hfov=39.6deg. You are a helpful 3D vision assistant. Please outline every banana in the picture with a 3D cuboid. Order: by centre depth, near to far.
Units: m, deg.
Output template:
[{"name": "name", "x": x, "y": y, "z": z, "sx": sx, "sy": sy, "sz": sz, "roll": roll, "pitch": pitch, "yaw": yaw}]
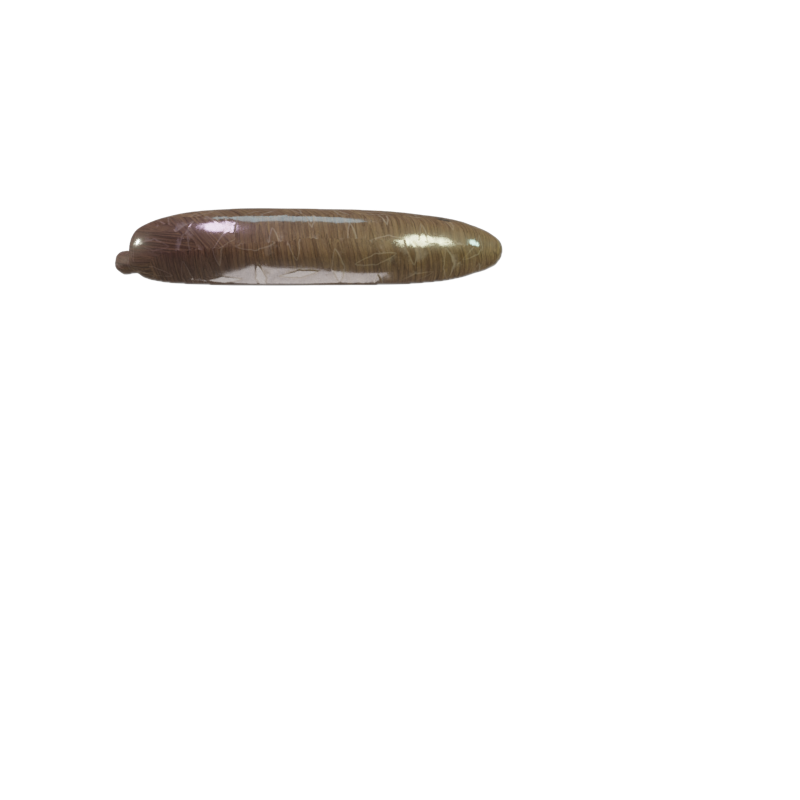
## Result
[{"name": "banana", "x": -0.047, "y": -0.075, "z": 0.538, "sx": 0.198, "sy": 0.036, "sz": 0.071, "roll": 0, "pitch": 11, "yaw": 2}]
